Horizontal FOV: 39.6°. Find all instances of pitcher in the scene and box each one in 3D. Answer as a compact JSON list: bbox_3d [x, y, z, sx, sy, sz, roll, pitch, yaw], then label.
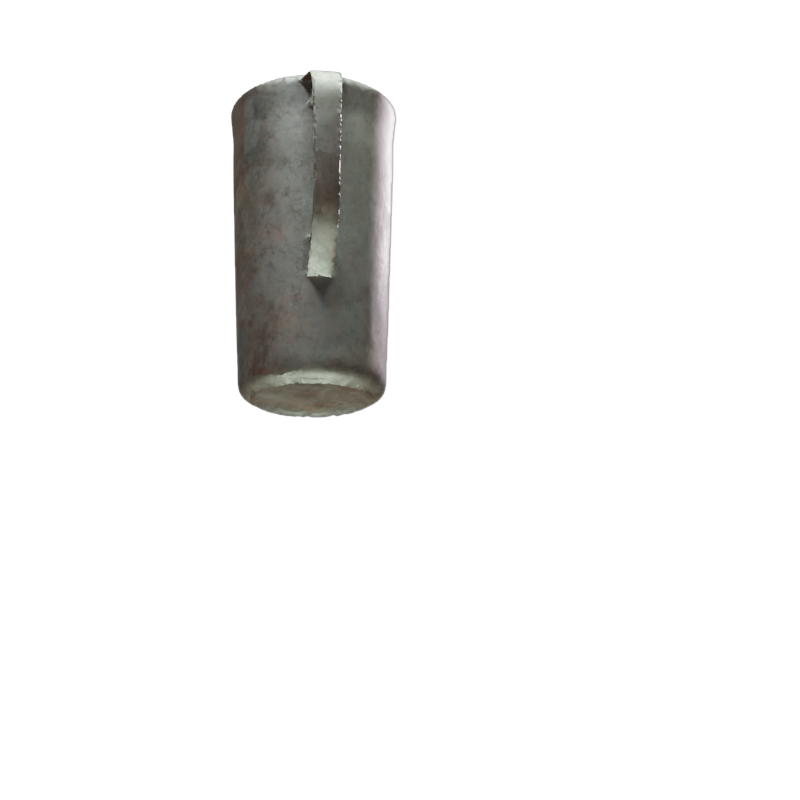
[{"bbox_3d":[-0.066,-0.120,0.840,0.147,0.256,0.139,-16,-26,32],"label":"pitcher"}]
